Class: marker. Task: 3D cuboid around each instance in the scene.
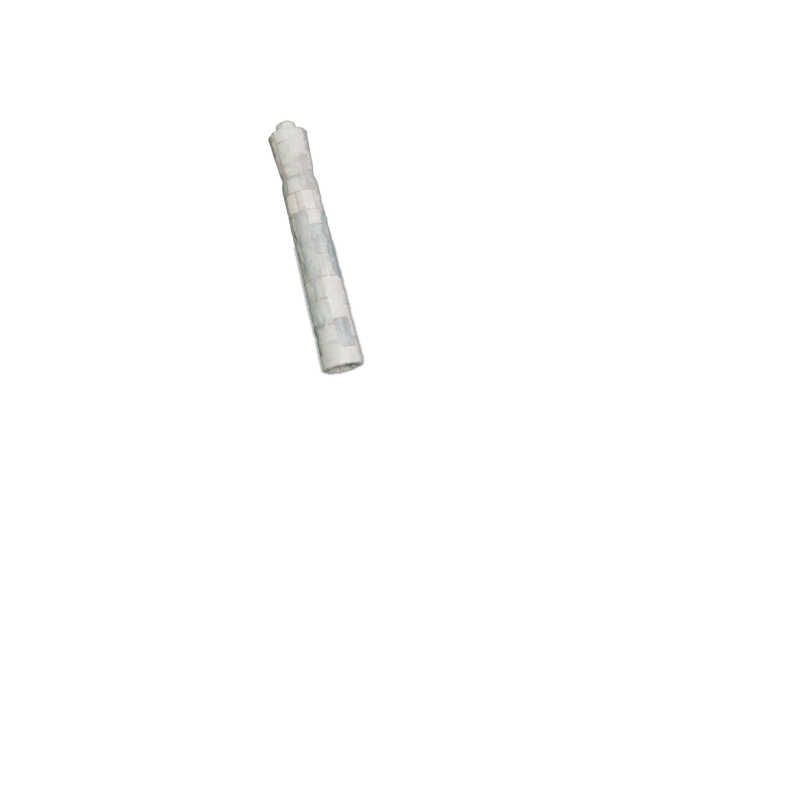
[{"bbox_3d":[-0.040,-0.072,0.507,0.020,0.127,0.019,-12,-17,-5],"label":"marker"}]
